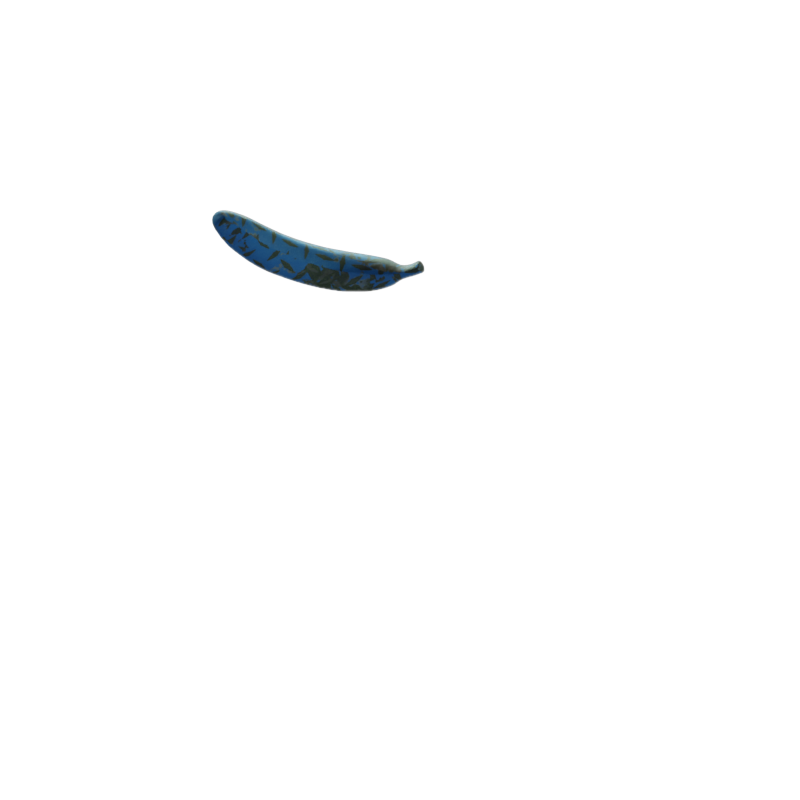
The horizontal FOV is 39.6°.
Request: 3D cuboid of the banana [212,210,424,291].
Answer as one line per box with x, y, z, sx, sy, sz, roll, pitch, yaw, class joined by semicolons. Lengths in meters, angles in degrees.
-0.081;-0.132;1.006;0.192;0.039;0.067;11;-35;-16;banana
